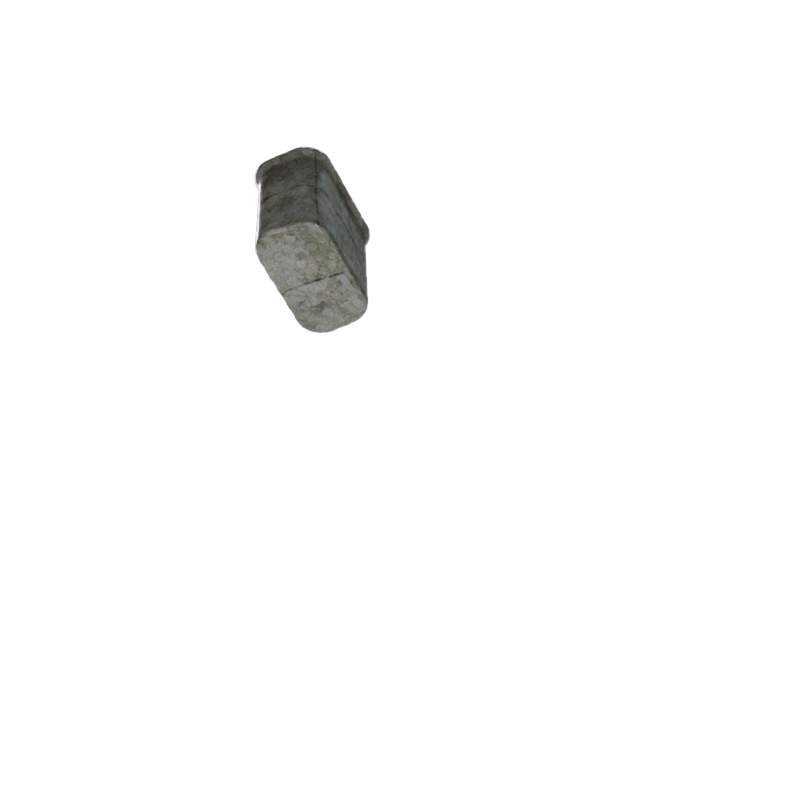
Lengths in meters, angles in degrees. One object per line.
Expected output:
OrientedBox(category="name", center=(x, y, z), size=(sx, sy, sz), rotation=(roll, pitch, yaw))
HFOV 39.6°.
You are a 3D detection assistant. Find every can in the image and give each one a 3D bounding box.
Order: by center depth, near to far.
OrientedBox(category="can", center=(-0.060, -0.110, 0.769), size=(0.058, 0.094, 0.090), rotation=(-20, 40, 15))
